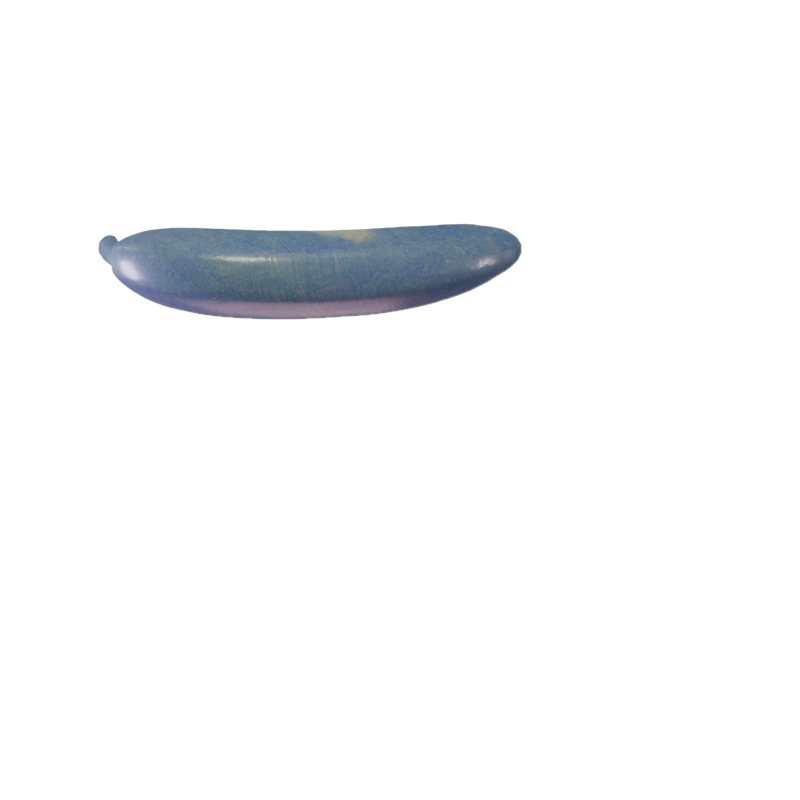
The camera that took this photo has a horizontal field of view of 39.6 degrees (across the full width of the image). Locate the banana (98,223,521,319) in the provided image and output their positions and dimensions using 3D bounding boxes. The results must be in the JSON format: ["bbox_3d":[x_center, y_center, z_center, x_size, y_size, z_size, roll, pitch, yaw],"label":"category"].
[{"bbox_3d":[-0.043,-0.062,0.489,0.198,0.035,0.074,2,32,3],"label":"banana"}]
